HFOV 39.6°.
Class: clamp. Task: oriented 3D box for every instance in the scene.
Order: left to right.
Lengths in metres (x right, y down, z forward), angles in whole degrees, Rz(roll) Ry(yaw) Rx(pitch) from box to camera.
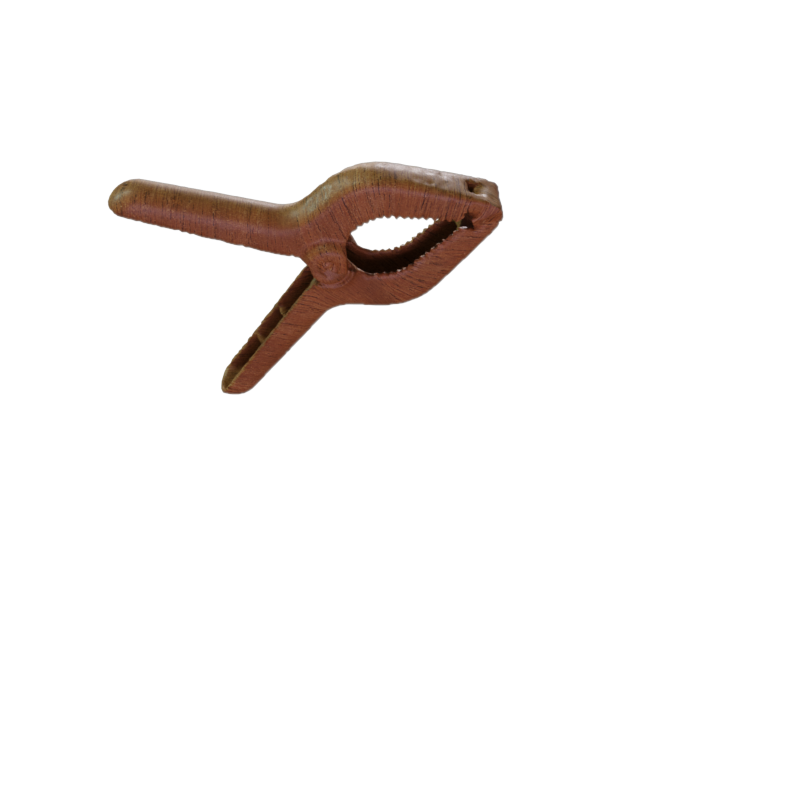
[{"bbox_3d":[-0.049,-0.090,0.627,0.211,0.039,0.152,-20,-51,17],"label":"clamp"}]
